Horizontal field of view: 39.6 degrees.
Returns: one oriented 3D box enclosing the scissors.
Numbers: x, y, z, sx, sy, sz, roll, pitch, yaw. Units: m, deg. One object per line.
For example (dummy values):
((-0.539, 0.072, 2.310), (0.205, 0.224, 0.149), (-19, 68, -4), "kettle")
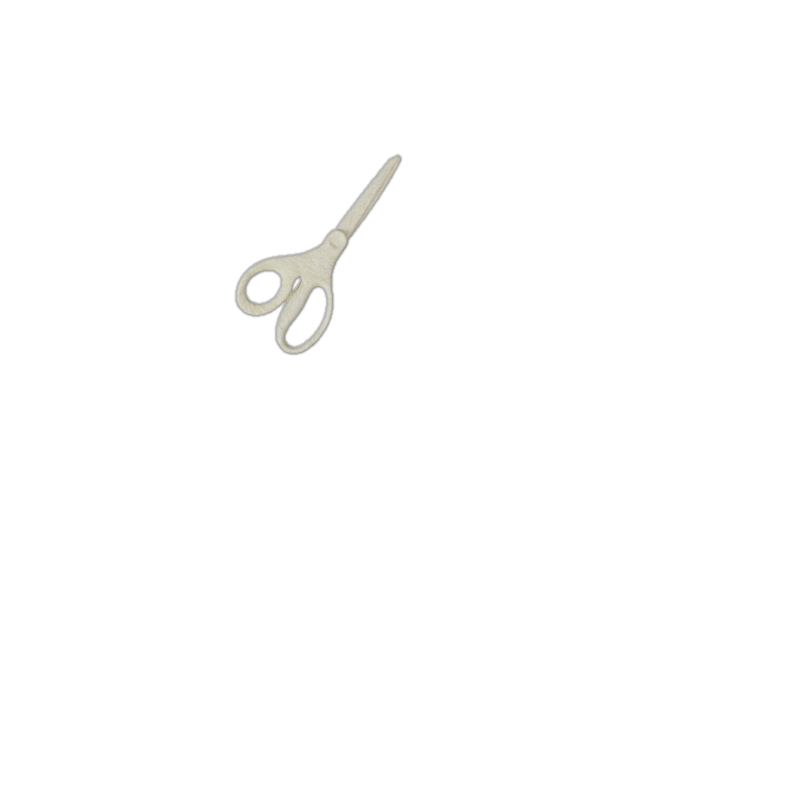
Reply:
((-0.077, -0.141, 0.987), (0.097, 0.206, 0.015), (19, -10, 4), "scissors")
